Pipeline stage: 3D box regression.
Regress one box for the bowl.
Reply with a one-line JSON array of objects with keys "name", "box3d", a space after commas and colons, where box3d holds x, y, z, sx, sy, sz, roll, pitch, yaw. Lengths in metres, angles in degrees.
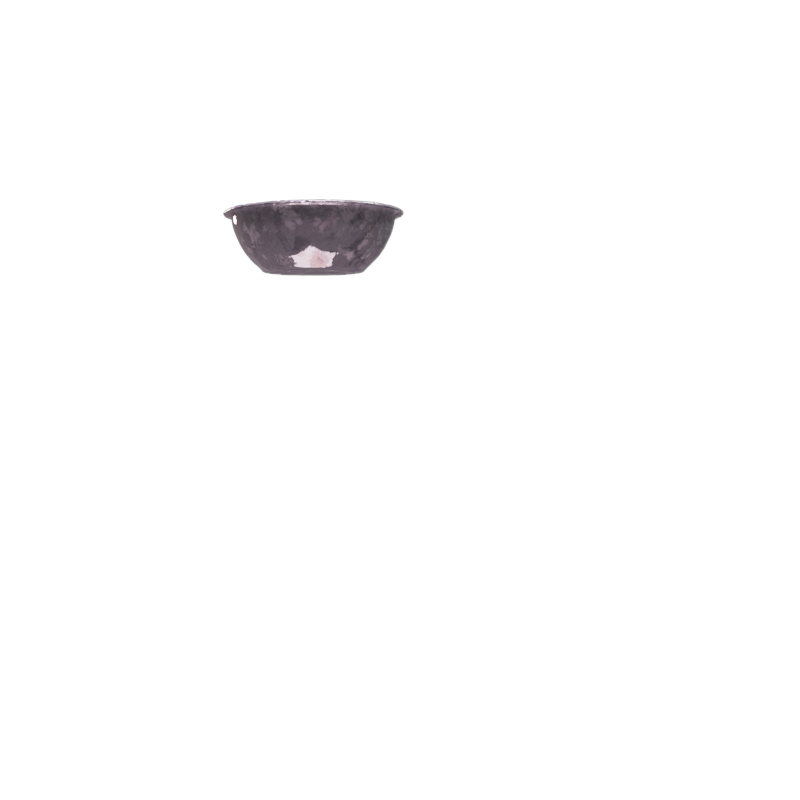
[{"name": "bowl", "box3d": [-0.078, -0.141, 0.991, 0.162, 0.055, 0.162, 0, 1, -2]}]
